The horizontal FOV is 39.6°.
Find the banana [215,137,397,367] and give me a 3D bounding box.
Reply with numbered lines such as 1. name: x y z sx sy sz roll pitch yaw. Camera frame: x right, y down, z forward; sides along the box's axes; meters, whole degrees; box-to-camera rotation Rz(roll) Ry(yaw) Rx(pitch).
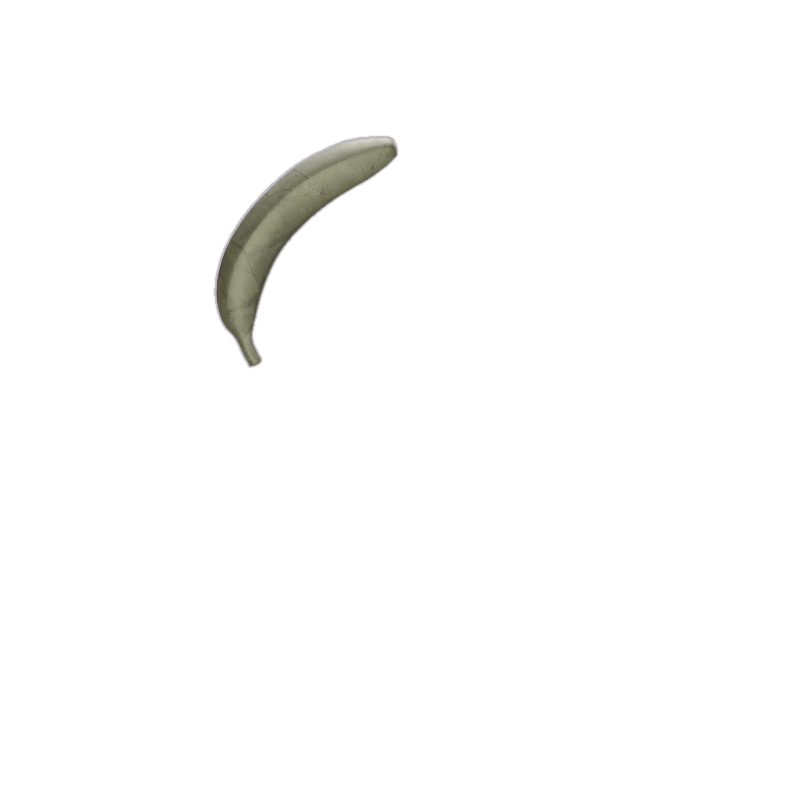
1. banana: -0.082 -0.124 0.820 0.069 0.196 0.038 33 8 -7
